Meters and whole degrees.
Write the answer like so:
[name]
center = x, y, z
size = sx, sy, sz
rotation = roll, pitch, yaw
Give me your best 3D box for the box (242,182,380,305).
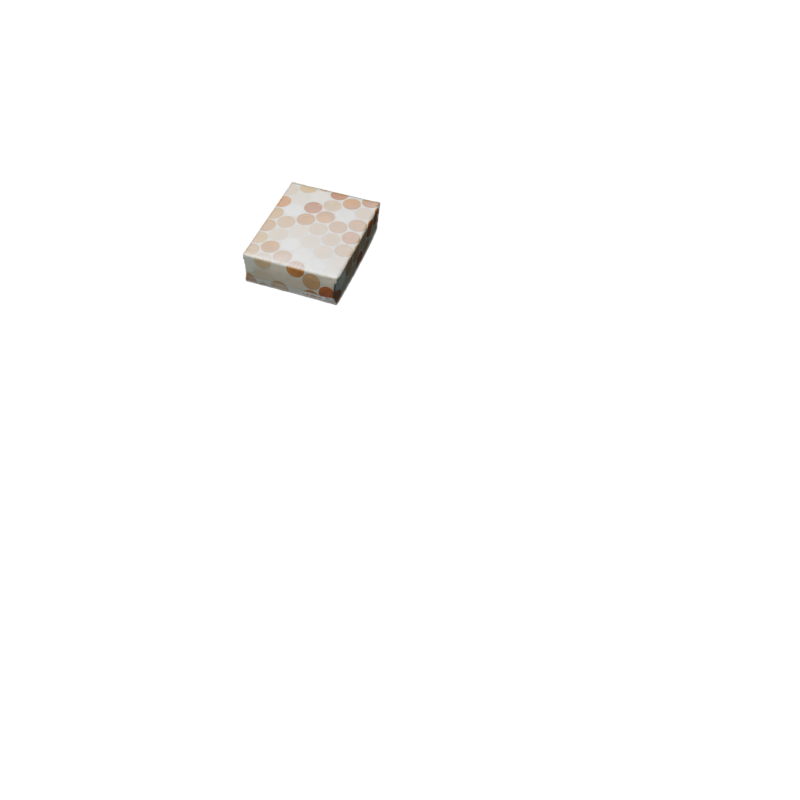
[box]
center = -0.078, -0.143, 0.999
size = 0.092, 0.036, 0.118
rotation = 14, 46, 14
